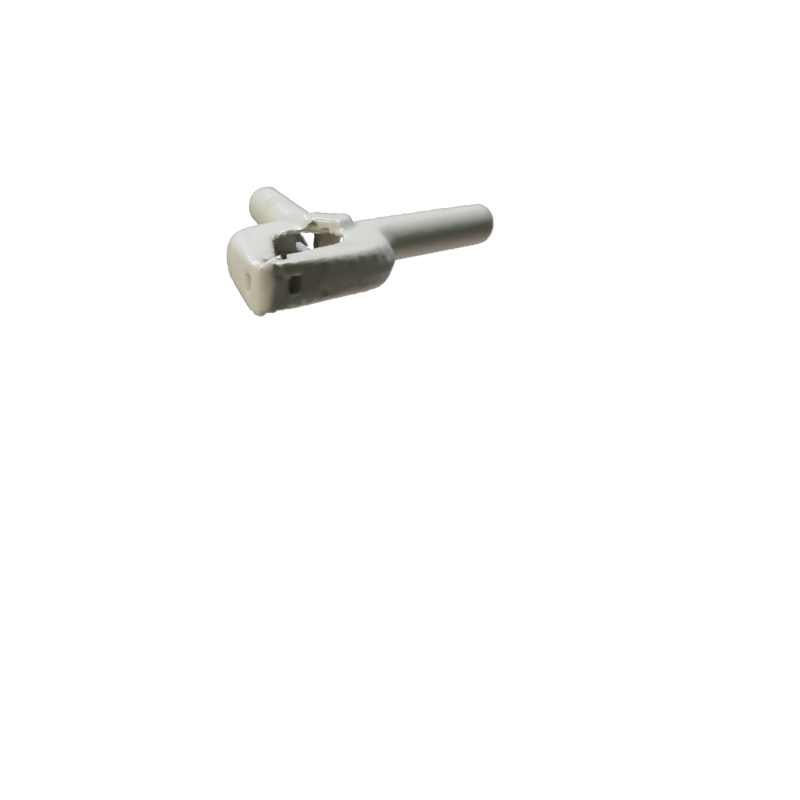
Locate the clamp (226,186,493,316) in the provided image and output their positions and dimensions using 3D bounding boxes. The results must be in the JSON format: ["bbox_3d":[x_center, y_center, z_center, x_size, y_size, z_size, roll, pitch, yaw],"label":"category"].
[{"bbox_3d":[-0.051,-0.094,0.657,0.170,0.035,0.211,9,23,21],"label":"clamp"}]
